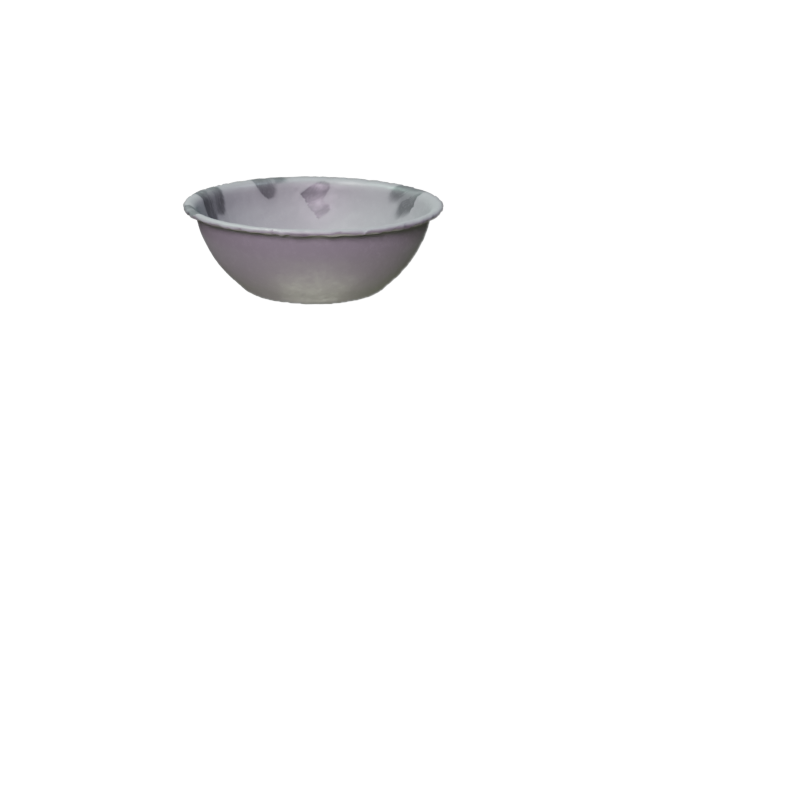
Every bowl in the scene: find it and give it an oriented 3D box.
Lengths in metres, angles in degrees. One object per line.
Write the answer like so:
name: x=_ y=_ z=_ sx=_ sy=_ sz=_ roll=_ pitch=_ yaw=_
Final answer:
bowl: x=-0.055 y=-0.100 z=0.697 sx=0.162 sy=0.053 sz=0.169 roll=-1 pitch=21 yaw=-2
